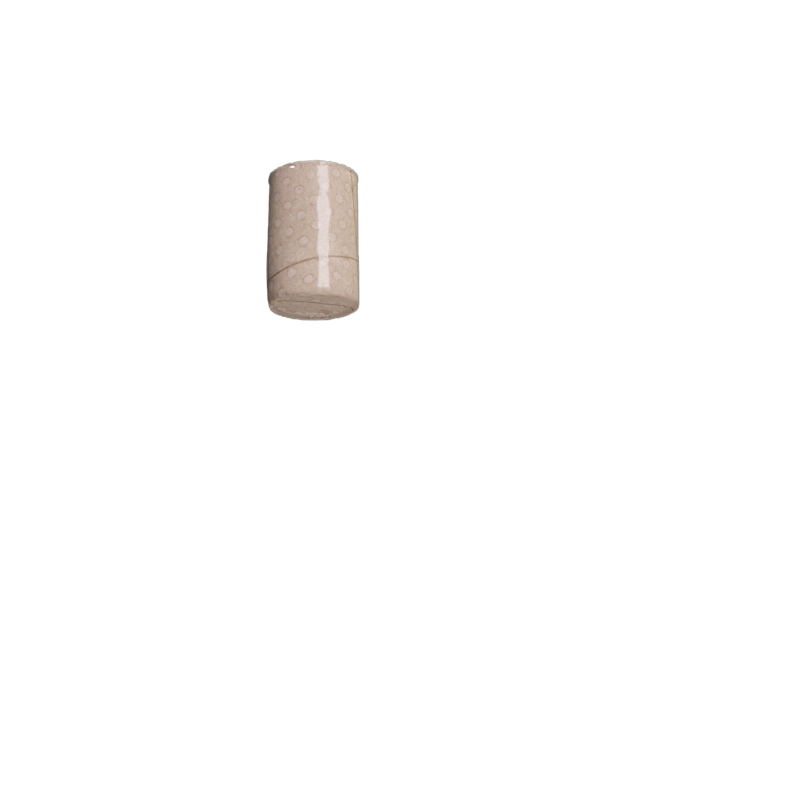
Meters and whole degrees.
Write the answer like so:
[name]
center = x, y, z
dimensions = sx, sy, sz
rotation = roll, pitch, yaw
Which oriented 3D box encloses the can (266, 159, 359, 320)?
[can]
center = -0.064, -0.116, 0.813
dimensions = 0.068, 0.107, 0.066
rotation = 0, -18, -2
